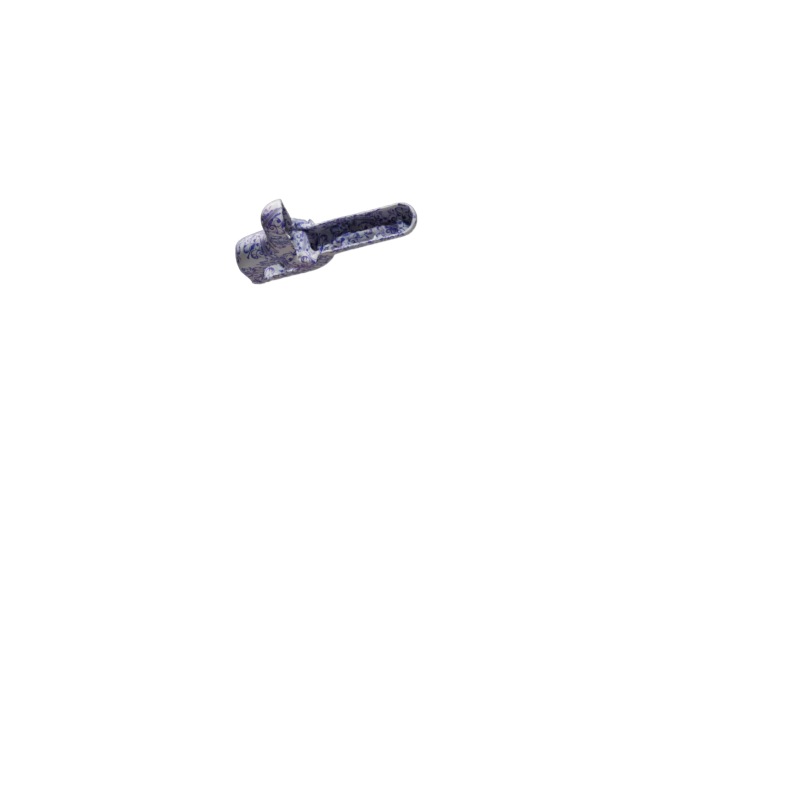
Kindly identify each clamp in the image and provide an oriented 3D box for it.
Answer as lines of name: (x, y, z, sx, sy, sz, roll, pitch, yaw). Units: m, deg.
clamp: (-0.066, -0.121, 0.845, 0.117, 0.040, 0.172, 2, -6, -21)
